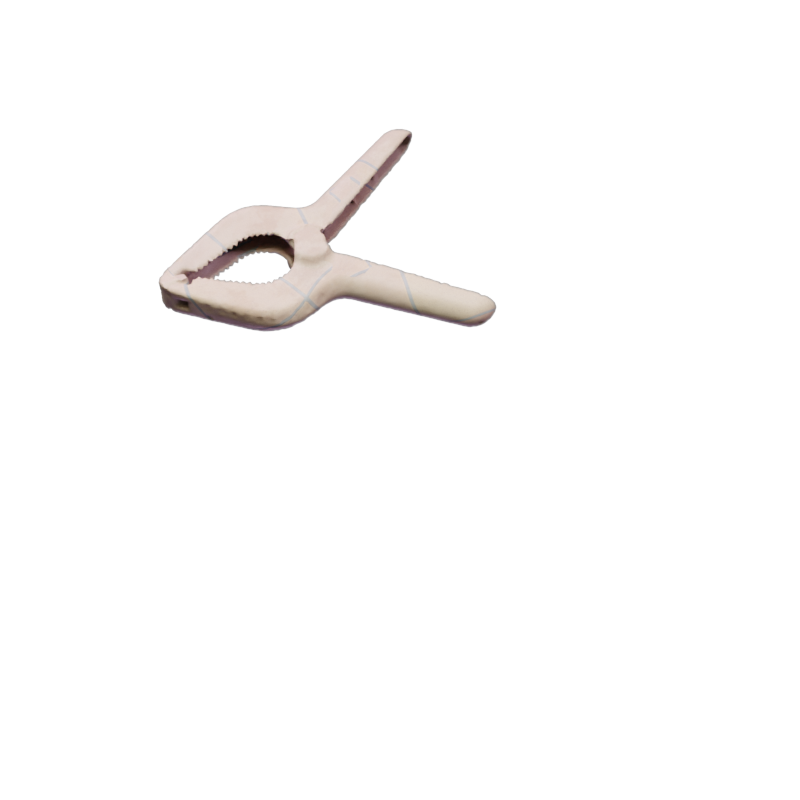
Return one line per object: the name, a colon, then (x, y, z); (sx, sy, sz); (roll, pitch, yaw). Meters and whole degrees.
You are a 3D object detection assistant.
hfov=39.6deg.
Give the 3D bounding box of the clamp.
clamp: (-0.058, -0.106, 0.743); (0.208, 0.177, 0.034); (-10, -33, -7)
